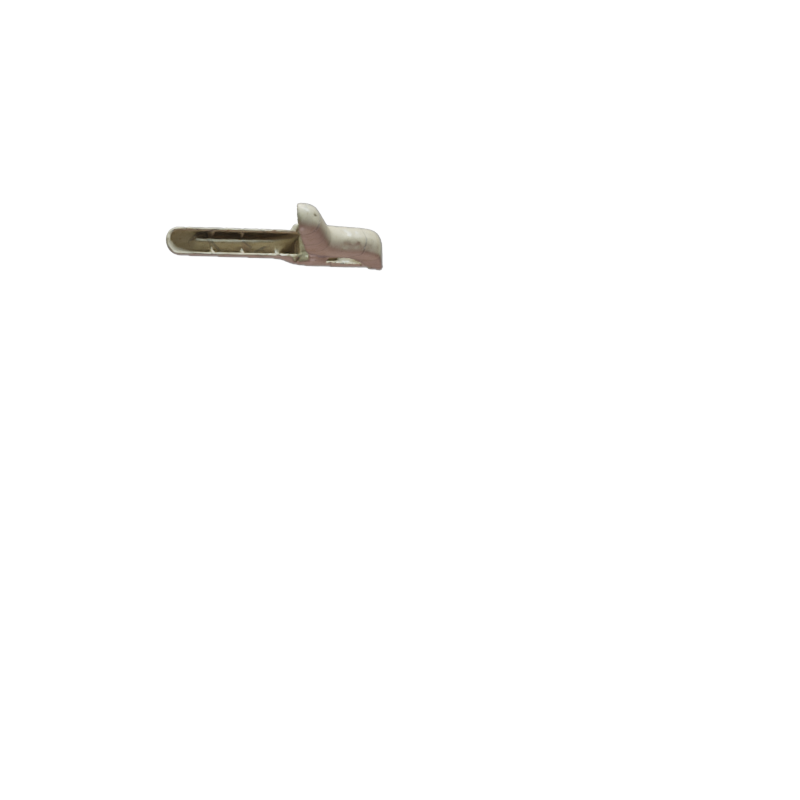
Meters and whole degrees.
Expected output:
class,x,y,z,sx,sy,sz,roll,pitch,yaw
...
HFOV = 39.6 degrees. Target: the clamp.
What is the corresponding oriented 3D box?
class,x,y,z,sx,sy,sz,roll,pitch,yaw
clamp,-0.076,-0.139,0.977,0.201,0.037,0.170,1,-2,-45
